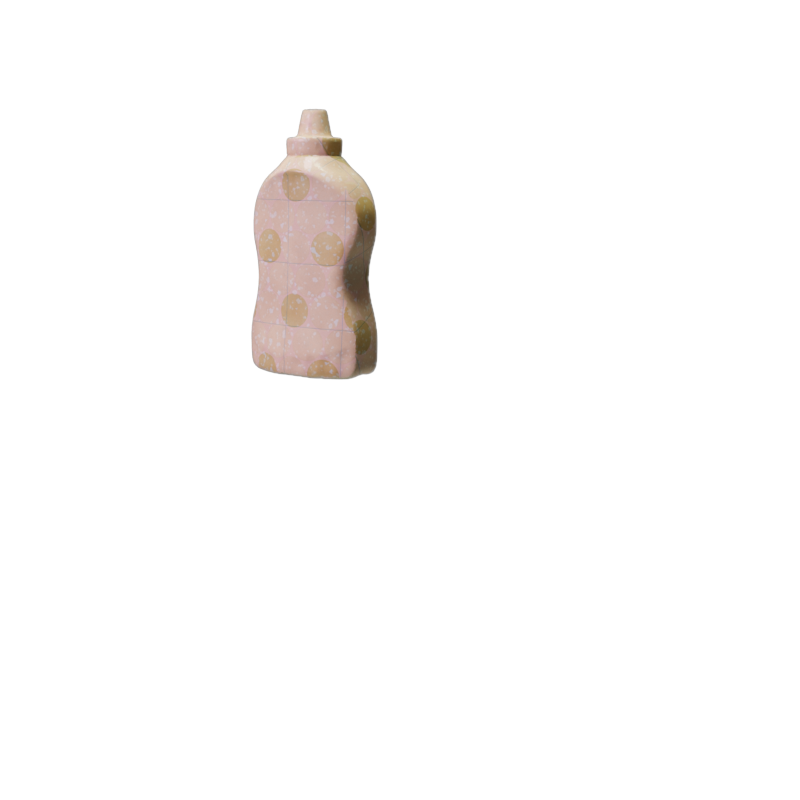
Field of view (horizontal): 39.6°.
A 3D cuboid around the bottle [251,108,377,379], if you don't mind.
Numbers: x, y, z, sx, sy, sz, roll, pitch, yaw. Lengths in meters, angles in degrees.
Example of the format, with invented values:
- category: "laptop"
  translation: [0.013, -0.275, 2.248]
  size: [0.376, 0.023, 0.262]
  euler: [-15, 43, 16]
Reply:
- category: "bottle"
  translation: [-0.063, -0.115, 0.808]
  size: [0.100, 0.190, 0.056]
  euler: [4, 5, 36]
